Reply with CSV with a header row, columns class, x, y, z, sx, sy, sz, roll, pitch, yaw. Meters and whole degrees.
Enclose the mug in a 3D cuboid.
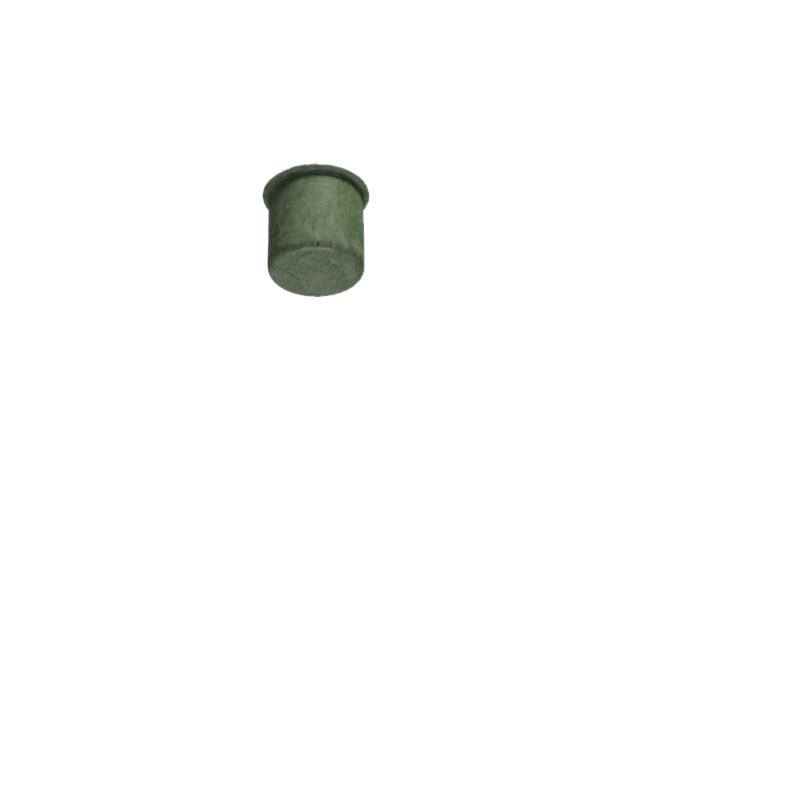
class,x,y,z,sx,sy,sz,roll,pitch,yaw
mug,-0.075,-0.136,0.953,0.092,0.087,0.112,6,-30,-13
